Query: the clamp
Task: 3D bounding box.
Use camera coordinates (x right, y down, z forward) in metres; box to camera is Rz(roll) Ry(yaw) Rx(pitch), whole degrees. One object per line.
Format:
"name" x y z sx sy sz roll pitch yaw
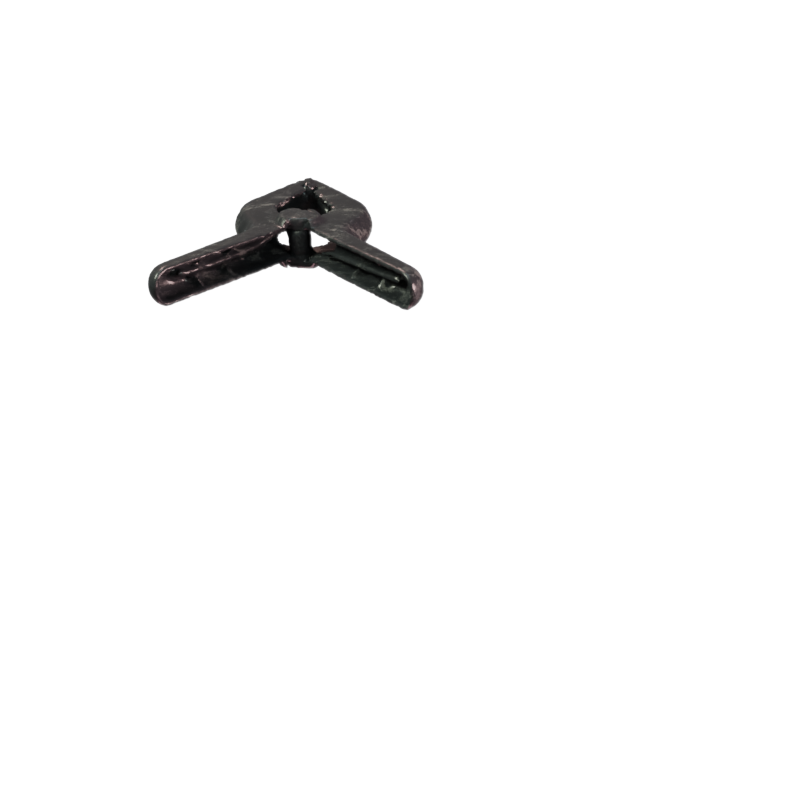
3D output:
"clamp" -0.058 -0.106 0.740 0.167 0.035 0.218 4 26 8
